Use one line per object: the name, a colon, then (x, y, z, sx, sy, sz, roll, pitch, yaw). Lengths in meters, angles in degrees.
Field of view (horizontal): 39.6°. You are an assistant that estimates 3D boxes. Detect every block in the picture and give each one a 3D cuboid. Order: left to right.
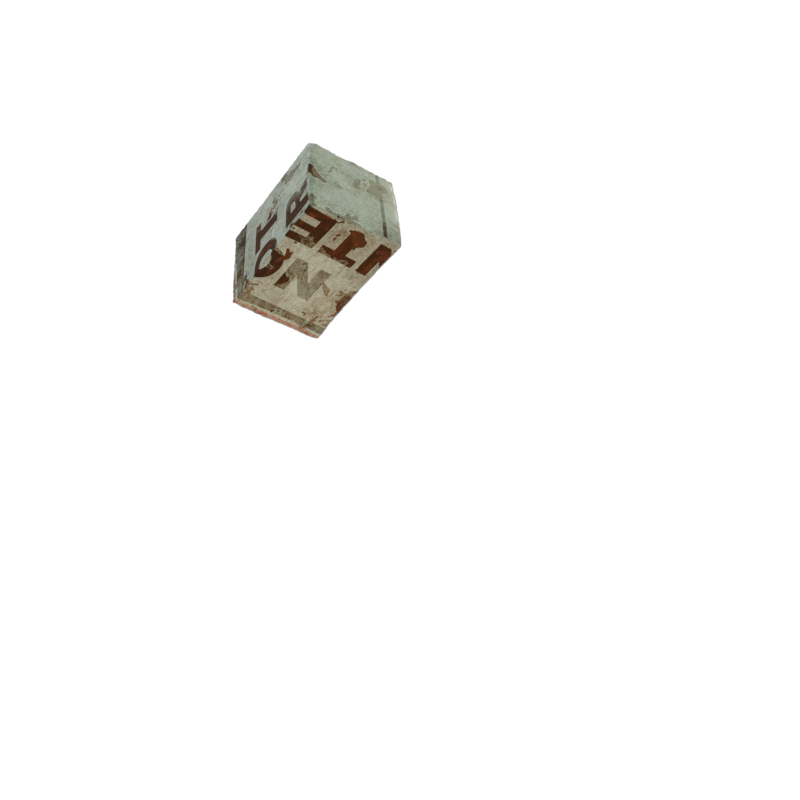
block: (-0.044, -0.080, 0.558, 0.050, 0.055, 0.076, 25, -50, -25)
